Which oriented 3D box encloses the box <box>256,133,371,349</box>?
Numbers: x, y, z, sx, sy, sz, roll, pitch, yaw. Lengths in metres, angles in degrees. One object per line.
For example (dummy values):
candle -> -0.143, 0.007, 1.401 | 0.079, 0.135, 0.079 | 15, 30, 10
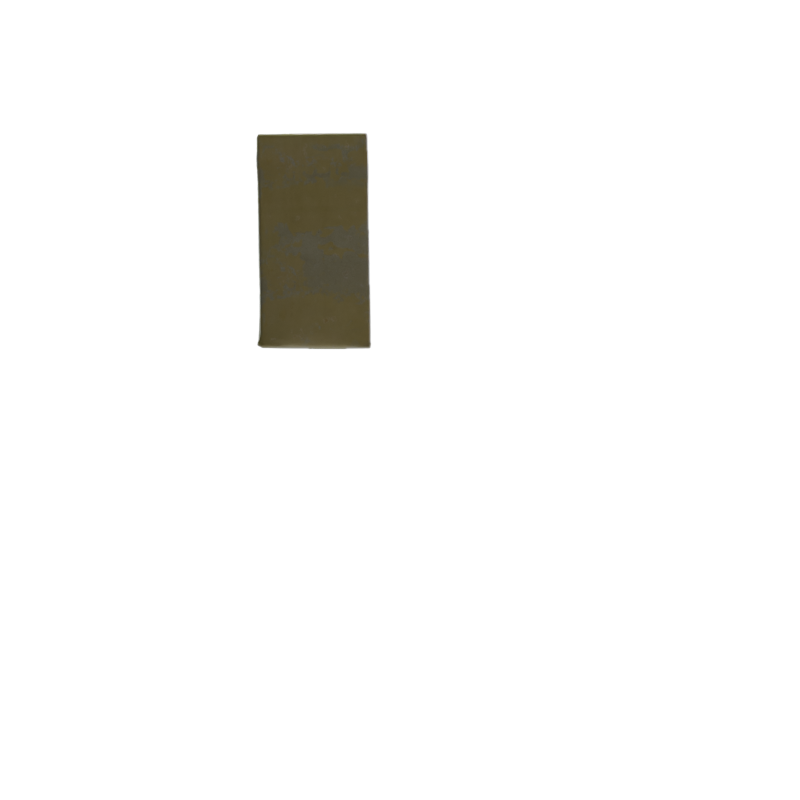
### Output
box -> -0.072, -0.131, 0.917 | 0.093, 0.178, 0.047 | 0, -5, -1
